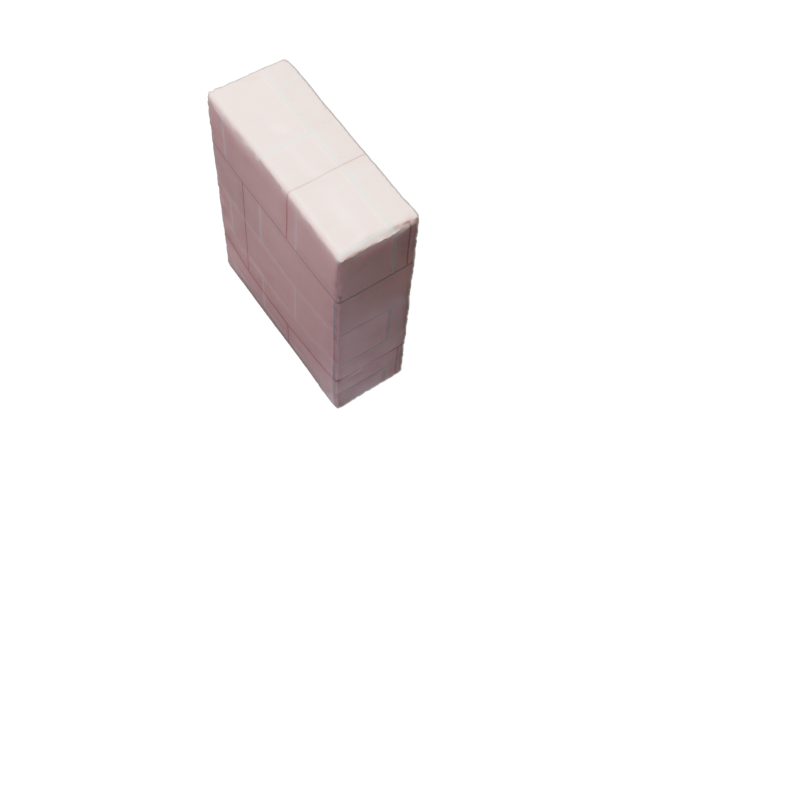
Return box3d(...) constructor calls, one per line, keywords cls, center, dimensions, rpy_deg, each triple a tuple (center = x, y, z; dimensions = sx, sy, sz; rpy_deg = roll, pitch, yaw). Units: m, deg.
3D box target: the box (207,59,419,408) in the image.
box3d(cls="box", center=(-0.063, -0.115, 0.803), dimensions=(0.072, 0.175, 0.201), rpy_deg=(-29, -24, -18))
